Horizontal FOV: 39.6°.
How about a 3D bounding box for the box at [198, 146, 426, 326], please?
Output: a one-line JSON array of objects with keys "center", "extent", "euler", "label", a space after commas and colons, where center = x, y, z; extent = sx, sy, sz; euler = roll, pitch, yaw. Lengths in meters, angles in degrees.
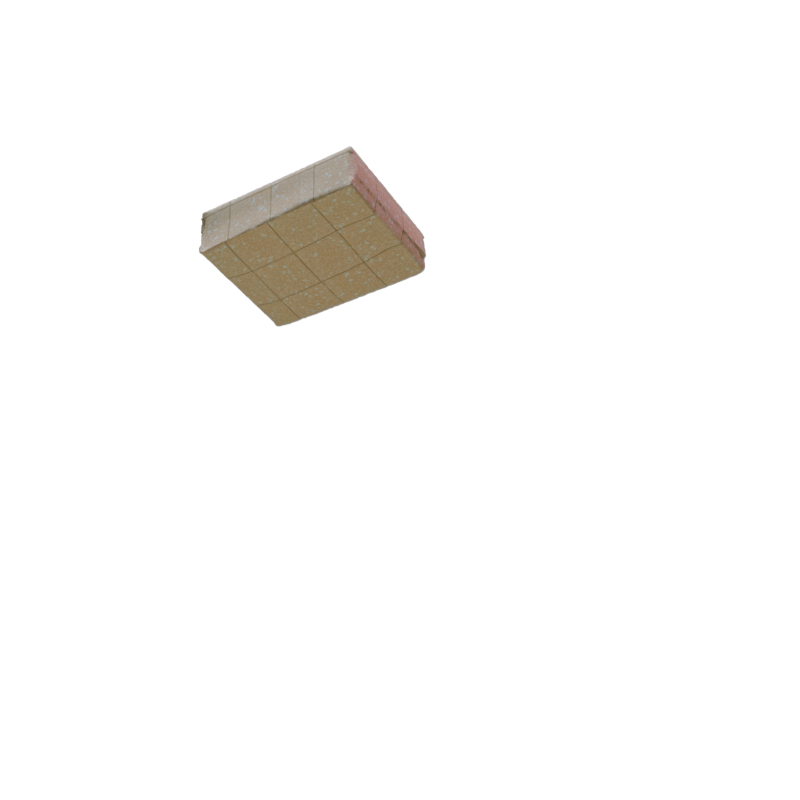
[{"center": [-0.054, -0.098, 0.688], "extent": [0.114, 0.042, 0.083], "euler": [-21, -44, 22], "label": "box"}]
